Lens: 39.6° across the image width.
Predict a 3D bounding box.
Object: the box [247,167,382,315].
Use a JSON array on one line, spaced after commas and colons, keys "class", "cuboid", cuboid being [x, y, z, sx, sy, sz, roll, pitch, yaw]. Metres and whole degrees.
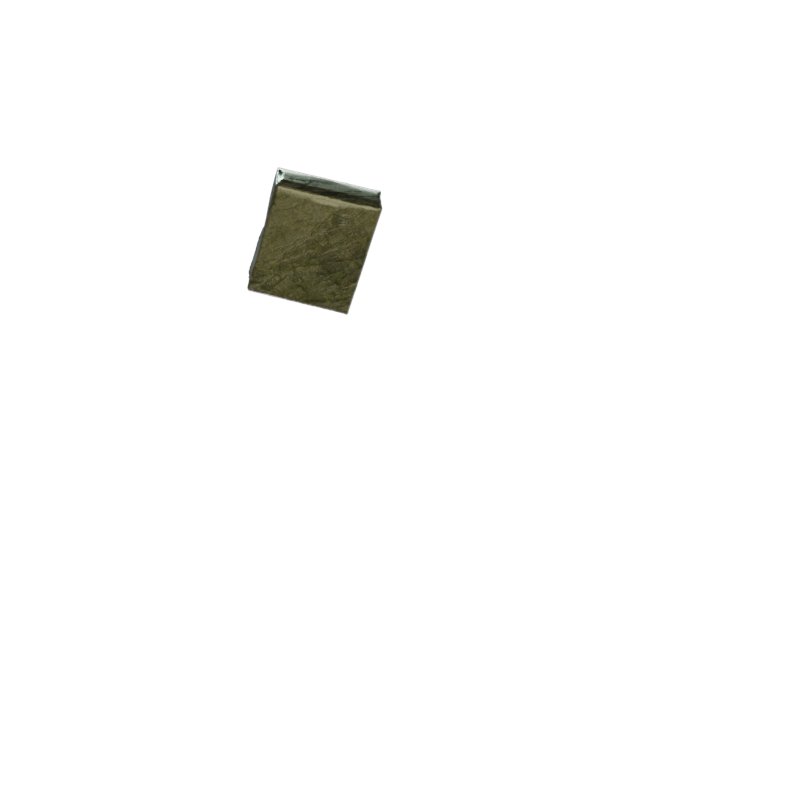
[{"class": "box", "cuboid": [-0.059, -0.108, 0.758, 0.072, 0.085, 0.032, 13, 31, -9]}]
